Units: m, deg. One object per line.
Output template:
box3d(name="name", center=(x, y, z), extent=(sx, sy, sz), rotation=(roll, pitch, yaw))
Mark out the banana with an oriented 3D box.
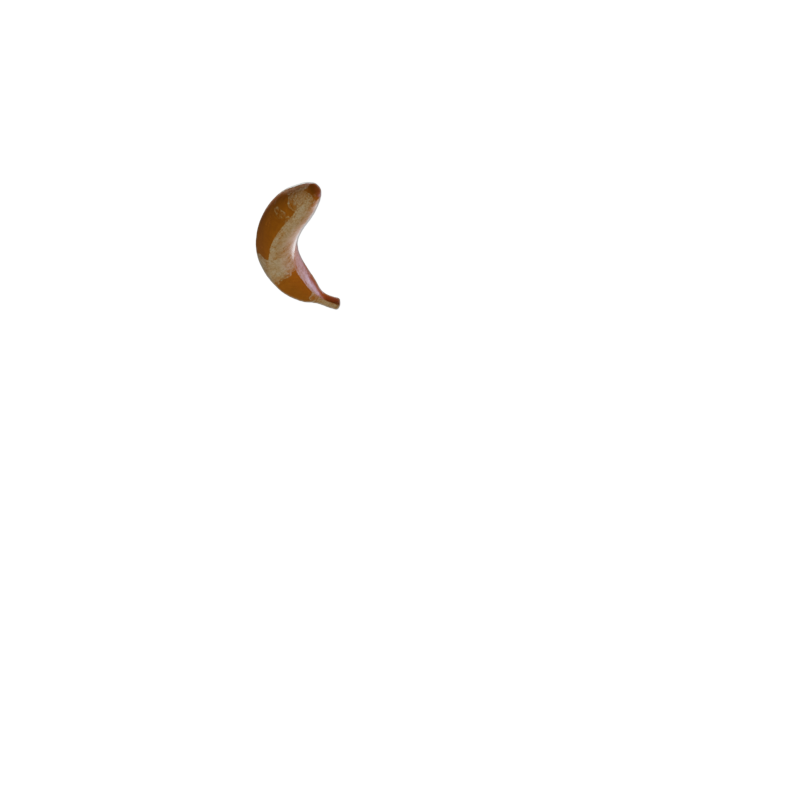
box3d(name="banana", center=(-0.095, -0.138, 0.990), extent=(0.070, 0.039, 0.185), rotation=(-2, -25, 3))
